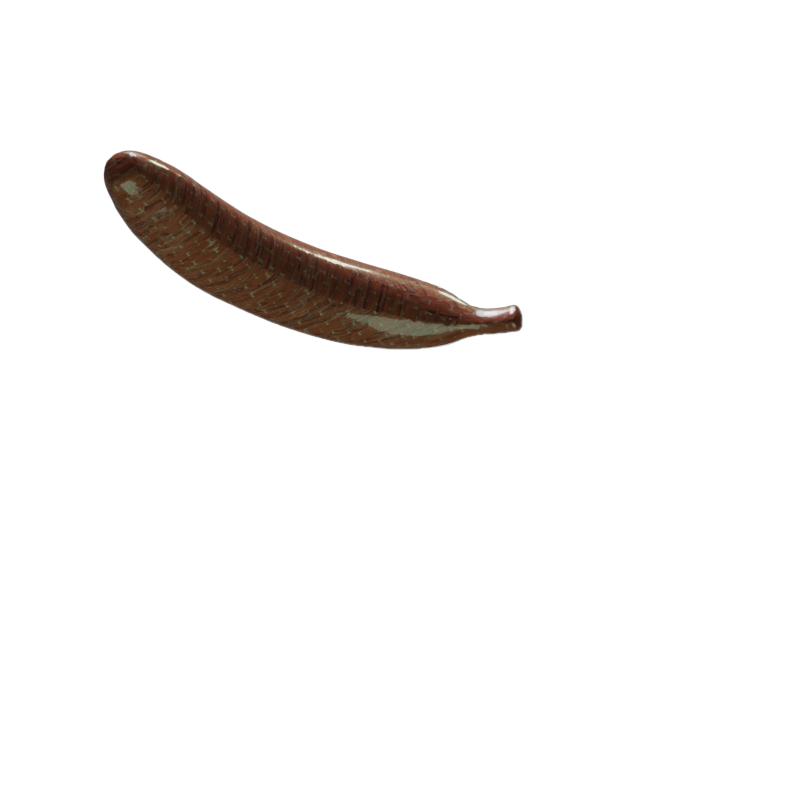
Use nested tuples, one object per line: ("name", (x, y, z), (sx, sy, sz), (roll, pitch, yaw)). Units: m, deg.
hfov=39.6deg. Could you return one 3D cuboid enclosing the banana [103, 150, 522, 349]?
("banana", (-0.044, -0.058, 0.473), (0.188, 0.039, 0.068), (16, -33, -28))
